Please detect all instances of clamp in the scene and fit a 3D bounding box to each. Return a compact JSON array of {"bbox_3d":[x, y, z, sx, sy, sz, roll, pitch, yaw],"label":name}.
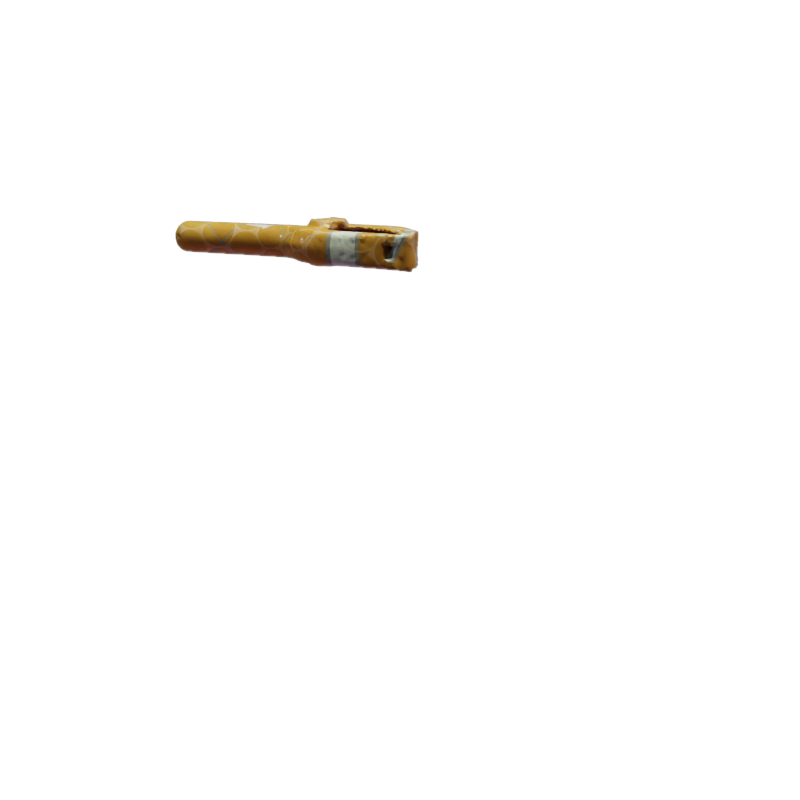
[{"bbox_3d":[-0.067,-0.122,0.853,0.160,0.036,0.221,-7,15,-30],"label":"clamp"}]
